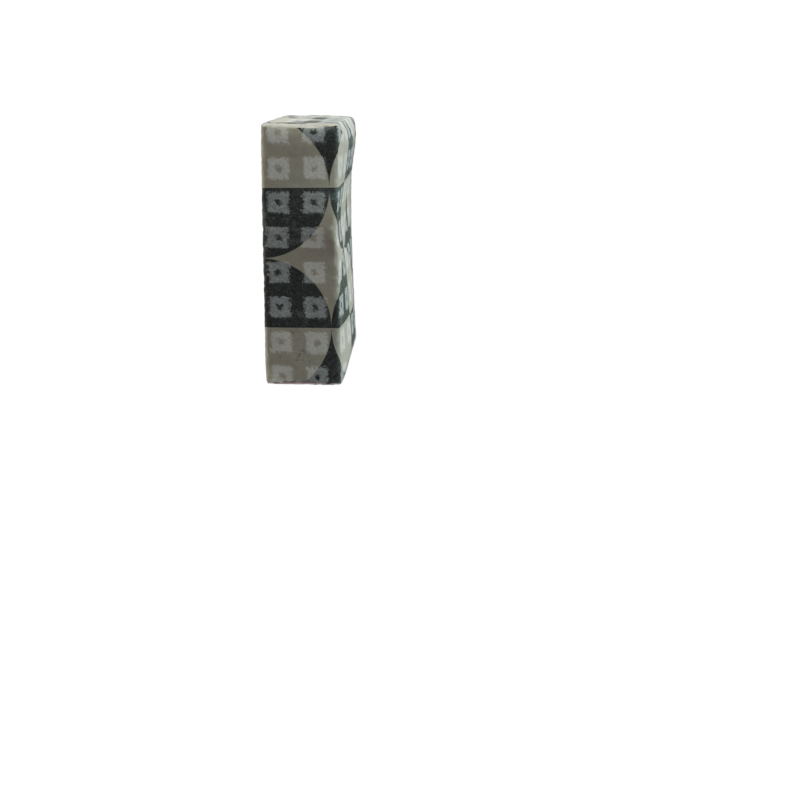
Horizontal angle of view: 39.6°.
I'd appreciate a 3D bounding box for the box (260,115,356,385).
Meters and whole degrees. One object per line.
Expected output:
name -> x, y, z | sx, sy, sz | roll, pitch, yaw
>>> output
box -> -0.075, -0.138, 0.964 | 0.072, 0.209, 0.168 | 1, 12, 2
